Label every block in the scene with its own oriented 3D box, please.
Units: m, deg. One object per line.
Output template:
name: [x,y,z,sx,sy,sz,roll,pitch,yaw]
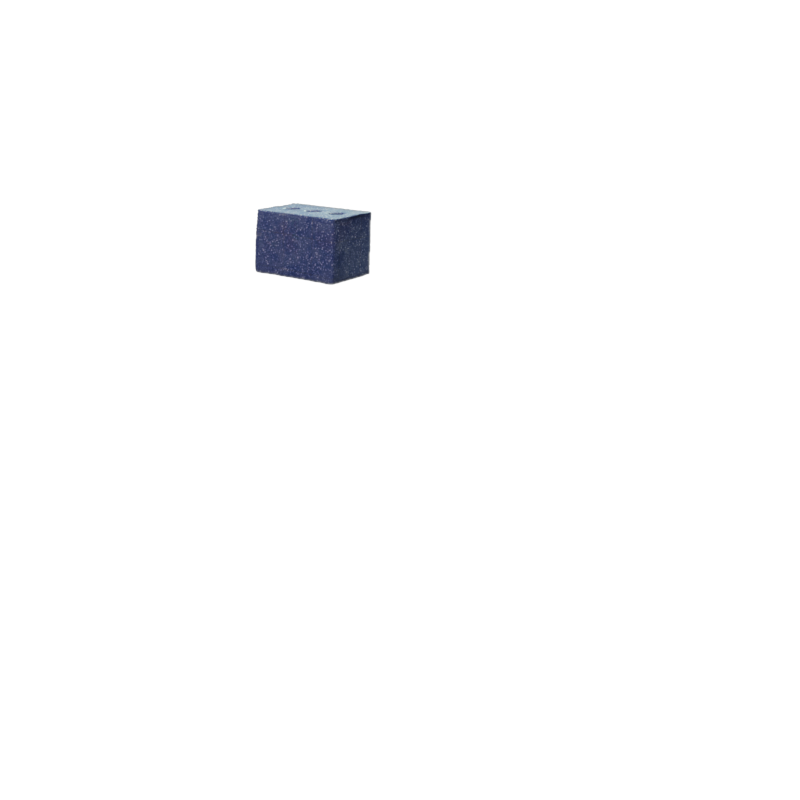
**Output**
block: [-0.068,-0.125,0.873,0.082,0.050,0.052,11,18,34]
